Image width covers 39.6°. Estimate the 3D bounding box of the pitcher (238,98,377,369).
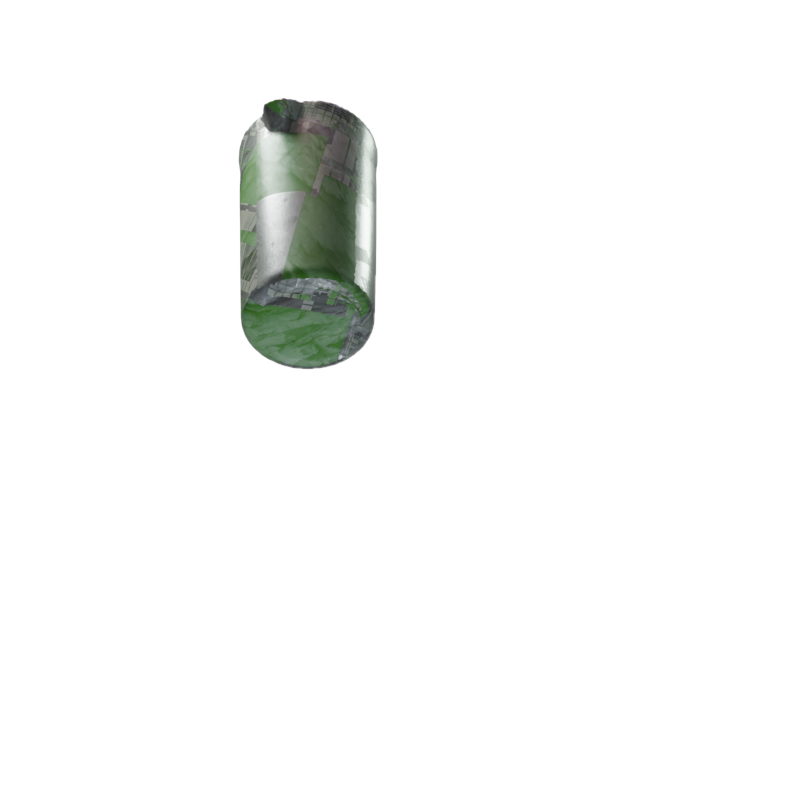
[{"bbox_3d":[-0.077,-0.140,0.981,0.144,0.261,0.139,17,-50,-19],"label":"pitcher"}]
